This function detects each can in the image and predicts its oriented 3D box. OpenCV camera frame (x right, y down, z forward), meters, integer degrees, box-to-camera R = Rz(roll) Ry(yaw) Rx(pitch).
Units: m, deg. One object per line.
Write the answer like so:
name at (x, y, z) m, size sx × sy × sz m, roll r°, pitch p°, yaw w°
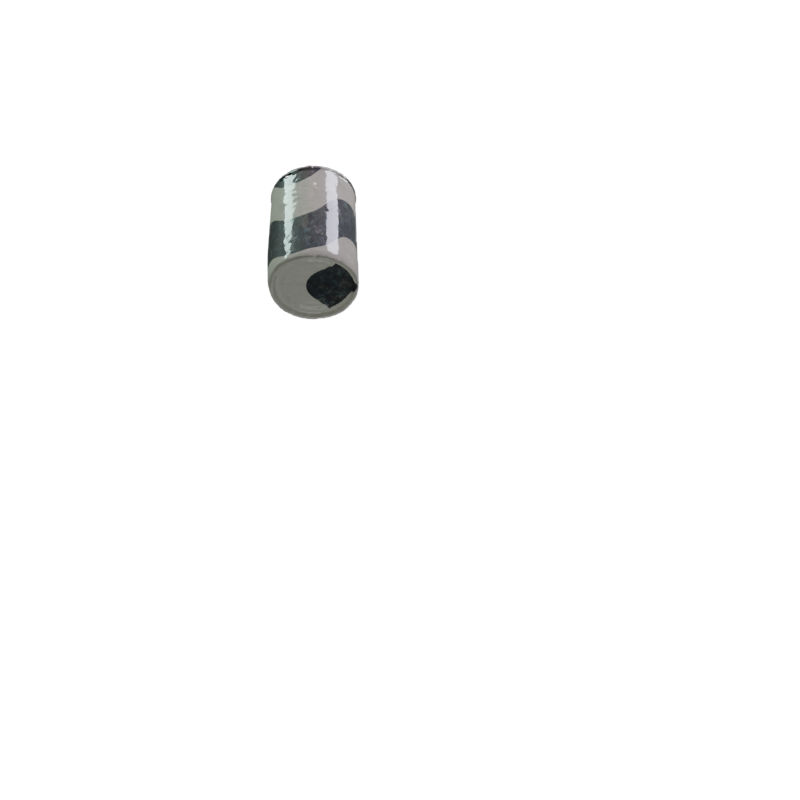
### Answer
can at (-0.066, -0.120, 0.844) m, size 0.068 × 0.110 × 0.064 m, roll -1°, pitch -43°, yaw -3°
